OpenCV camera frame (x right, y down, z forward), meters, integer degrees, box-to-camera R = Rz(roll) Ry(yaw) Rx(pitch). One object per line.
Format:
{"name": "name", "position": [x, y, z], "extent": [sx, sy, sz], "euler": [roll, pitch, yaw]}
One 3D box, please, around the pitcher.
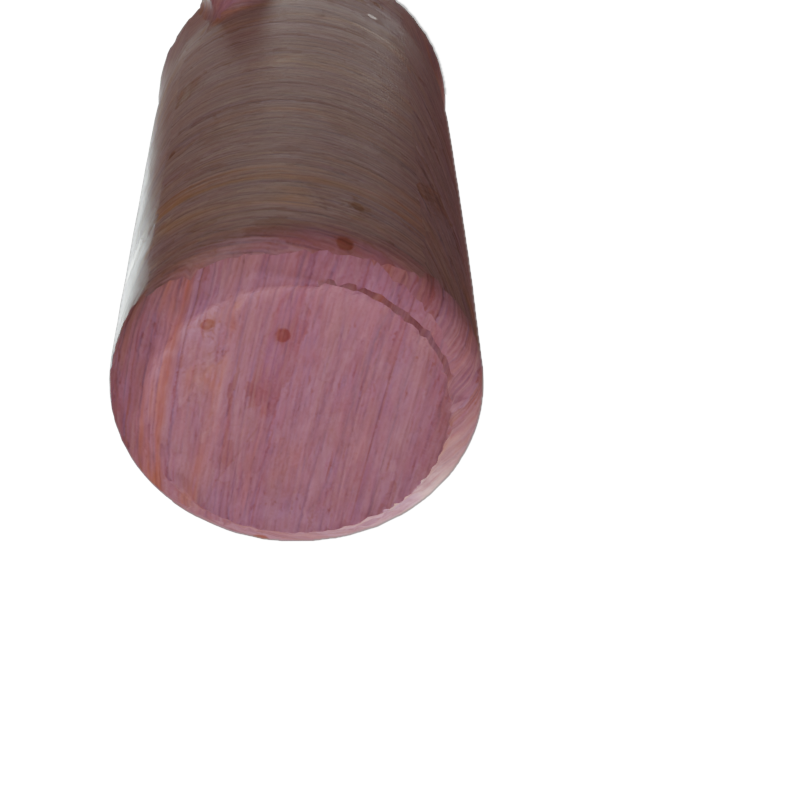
{"name": "pitcher", "position": [-0.033, -0.060, 0.420], "extent": [0.145, 0.139, 0.259], "euler": [18, 31, -15]}
